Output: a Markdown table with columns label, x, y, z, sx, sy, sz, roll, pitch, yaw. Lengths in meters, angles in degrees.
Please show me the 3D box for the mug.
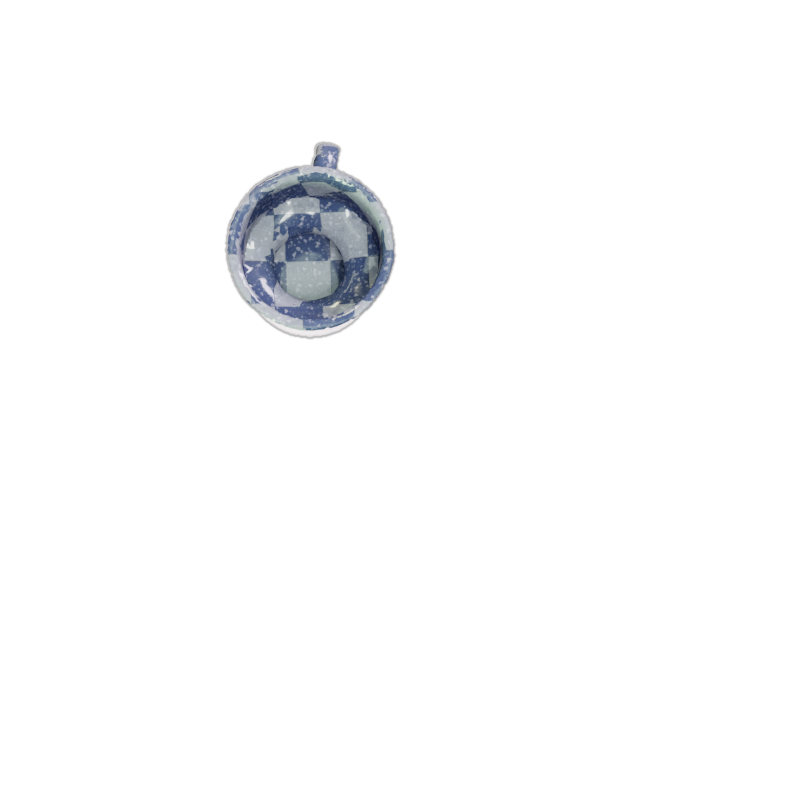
| label | x | y | z | sx | sy | sz | roll | pitch | yaw |
| --- | --- | --- | --- | --- | --- | --- | --- | --- | --- |
| mug | -0.051 | -0.093 | 0.653 | 0.093 | 0.120 | 0.079 | 6 | -10 | -1 |
